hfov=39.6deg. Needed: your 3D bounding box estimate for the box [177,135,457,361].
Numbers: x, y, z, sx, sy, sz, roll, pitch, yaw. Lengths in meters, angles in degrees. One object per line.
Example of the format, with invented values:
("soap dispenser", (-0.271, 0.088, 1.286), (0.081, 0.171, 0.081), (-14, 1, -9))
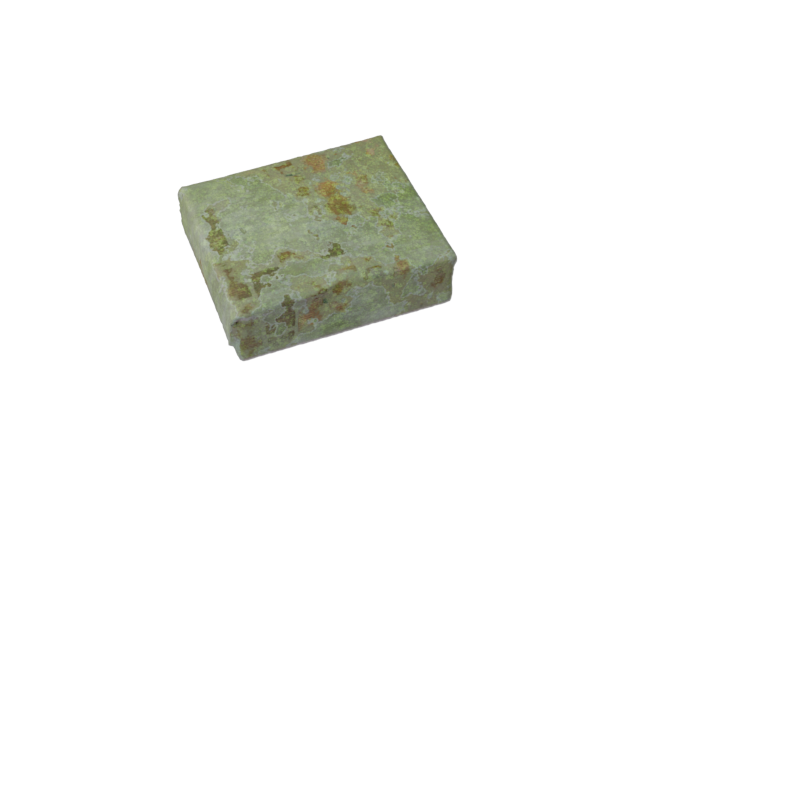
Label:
("box", (-0.034, -0.061, 0.429), (0.088, 0.079, 0.028), (-17, -38, -14))
